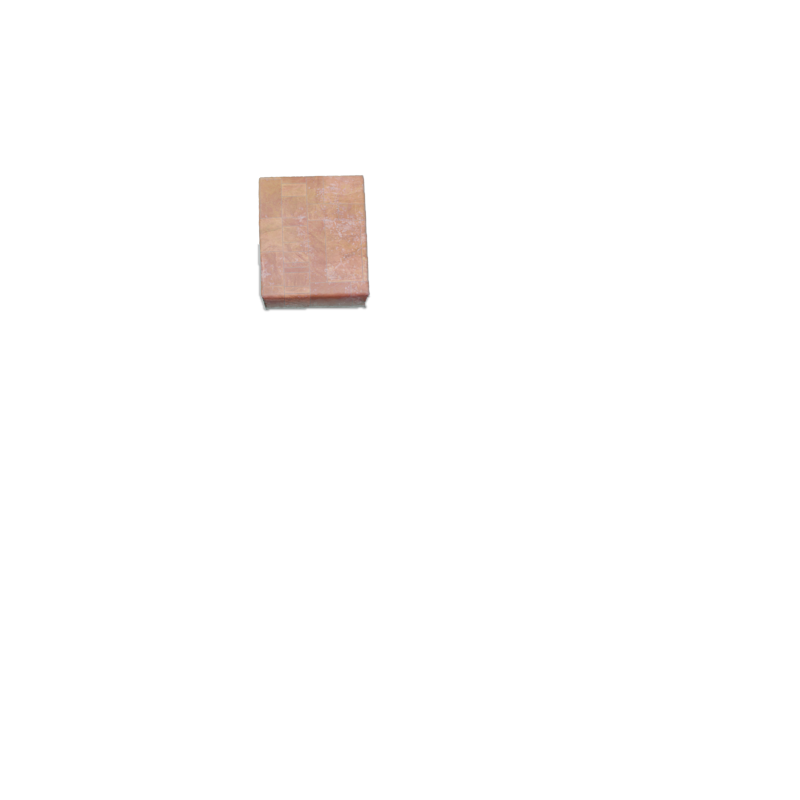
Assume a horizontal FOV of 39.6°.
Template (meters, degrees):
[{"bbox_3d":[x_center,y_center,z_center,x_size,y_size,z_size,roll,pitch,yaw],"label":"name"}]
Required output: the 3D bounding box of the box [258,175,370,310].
[{"bbox_3d":[-0.073,-0.133,0.932,0.090,0.119,0.037,-3,-20,-2],"label":"box"}]
